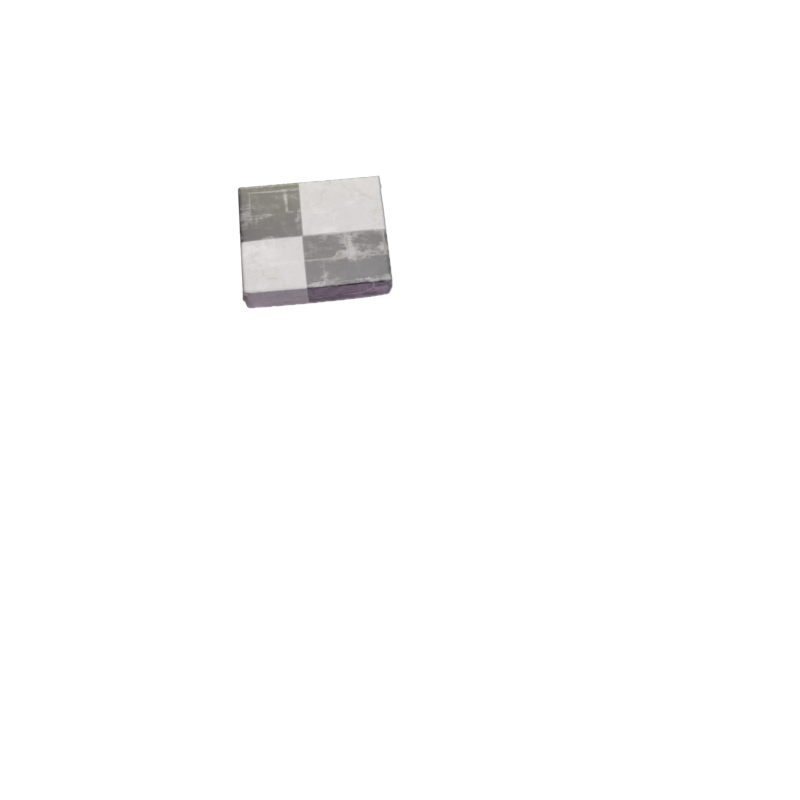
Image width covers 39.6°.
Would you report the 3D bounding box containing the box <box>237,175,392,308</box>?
[{"bbox_3d":[-0.066,-0.121,0.847,0.113,0.095,0.037,-5,-23,-3],"label":"box"}]
